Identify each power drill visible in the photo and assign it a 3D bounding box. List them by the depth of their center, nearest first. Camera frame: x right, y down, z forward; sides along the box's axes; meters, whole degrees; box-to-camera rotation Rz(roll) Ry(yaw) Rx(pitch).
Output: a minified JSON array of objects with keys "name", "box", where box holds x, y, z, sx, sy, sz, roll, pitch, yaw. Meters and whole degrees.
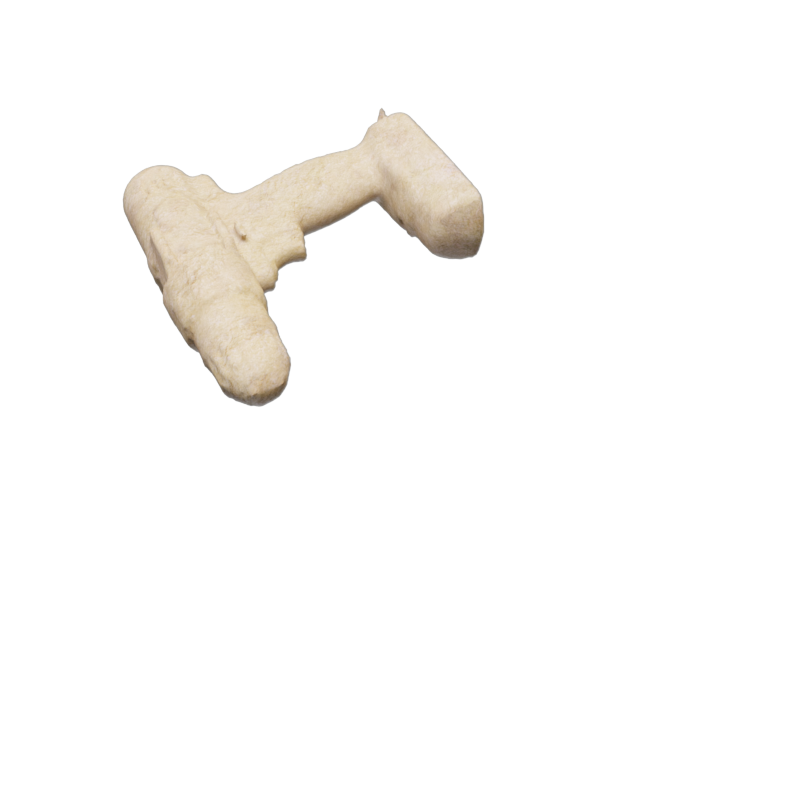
[{"name":"power drill","box":[-0.050,-0.091,0.637,0.186,0.053,0.199,-20,51,-18]}]
